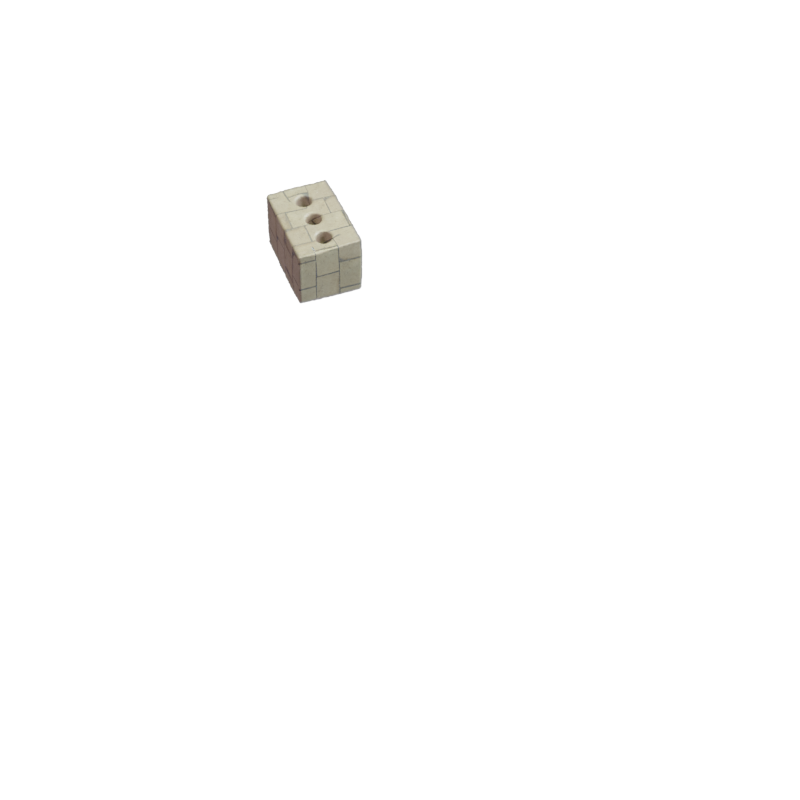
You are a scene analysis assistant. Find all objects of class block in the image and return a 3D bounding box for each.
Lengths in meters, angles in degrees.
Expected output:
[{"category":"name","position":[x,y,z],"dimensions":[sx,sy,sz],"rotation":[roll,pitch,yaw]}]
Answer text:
[{"category":"block","position":[-0.068,-0.124,0.870],"dimensions":[0.052,0.084,0.048],"rotation":[-16,-40,-16]}]
